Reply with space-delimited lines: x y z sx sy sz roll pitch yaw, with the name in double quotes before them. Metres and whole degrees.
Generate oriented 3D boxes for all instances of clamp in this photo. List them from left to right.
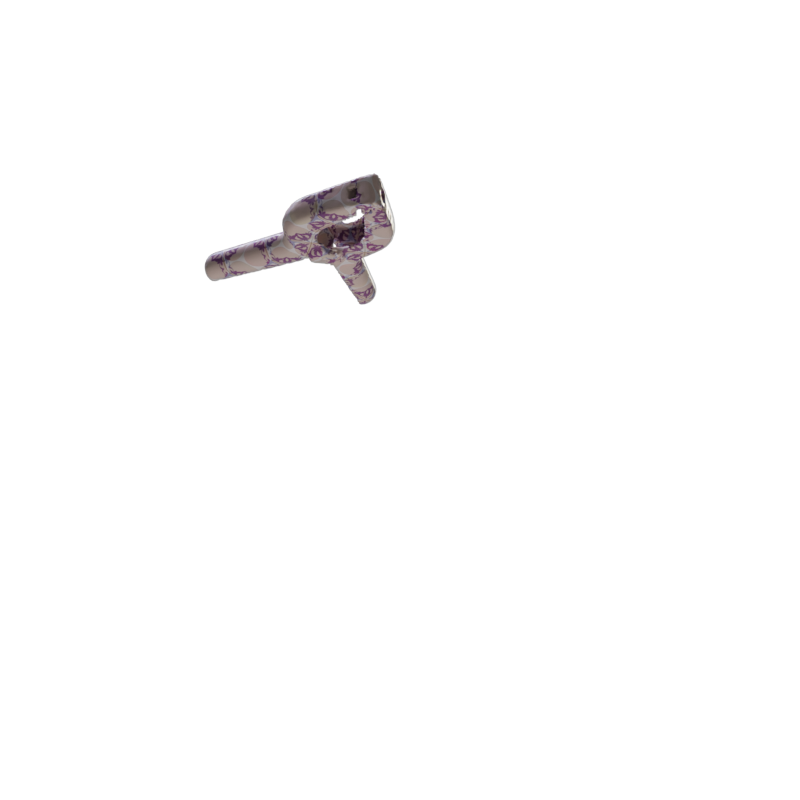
"clamp" -0.074 -0.136 0.950 0.161 0.038 0.204 5 -19 -15
